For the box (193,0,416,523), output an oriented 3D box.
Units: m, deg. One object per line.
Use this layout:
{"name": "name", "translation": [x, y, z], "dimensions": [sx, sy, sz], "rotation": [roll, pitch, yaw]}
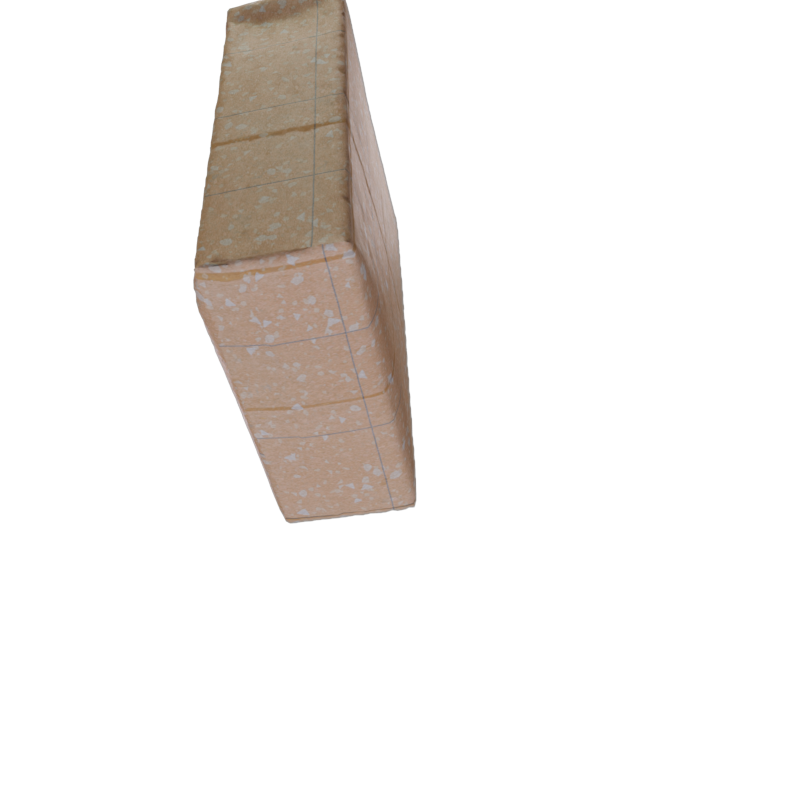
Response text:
{"name": "box", "translation": [-0.042, -0.077, 0.543], "dimensions": [0.072, 0.152, 0.230], "rotation": [-10, 44, 5]}
